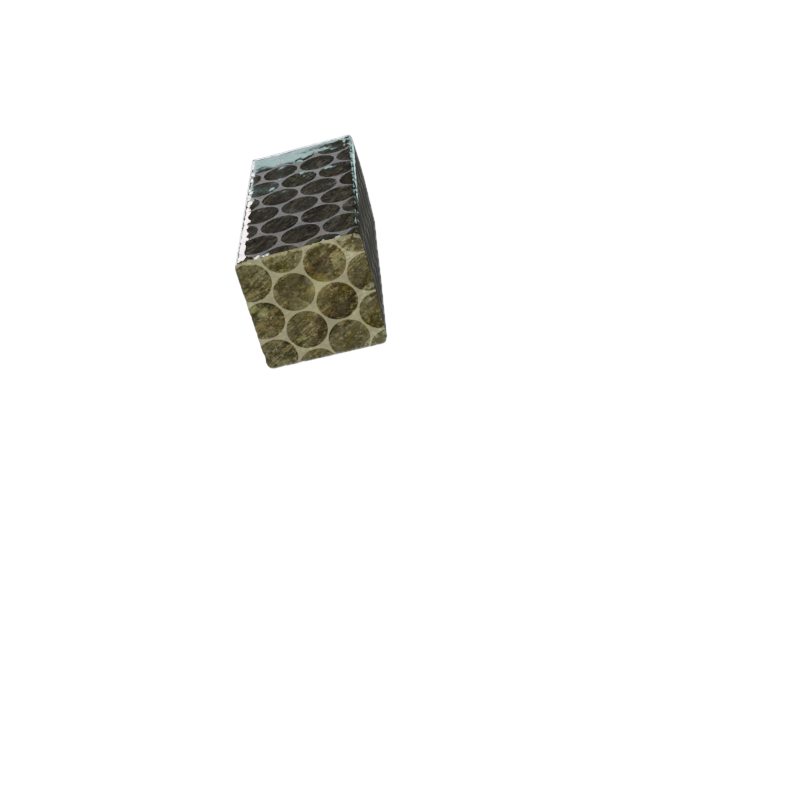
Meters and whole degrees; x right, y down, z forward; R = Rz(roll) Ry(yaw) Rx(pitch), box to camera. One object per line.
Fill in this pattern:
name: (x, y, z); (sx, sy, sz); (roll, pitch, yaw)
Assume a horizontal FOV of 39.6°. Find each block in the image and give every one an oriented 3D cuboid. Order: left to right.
block: (-0.067, -0.122, 0.861); (0.091, 0.085, 0.219); (-14, 30, 4)
